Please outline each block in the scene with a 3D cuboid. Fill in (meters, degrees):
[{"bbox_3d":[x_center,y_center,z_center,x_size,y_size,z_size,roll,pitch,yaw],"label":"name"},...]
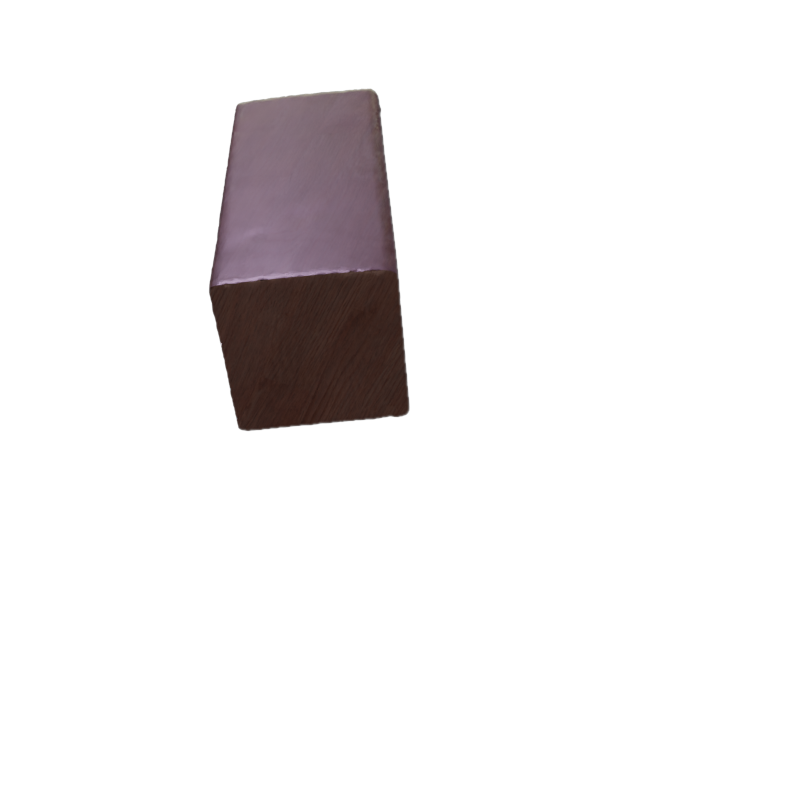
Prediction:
[{"bbox_3d":[-0.048,-0.089,0.620,0.090,0.085,0.220,-6,36,1],"label":"block"}]
